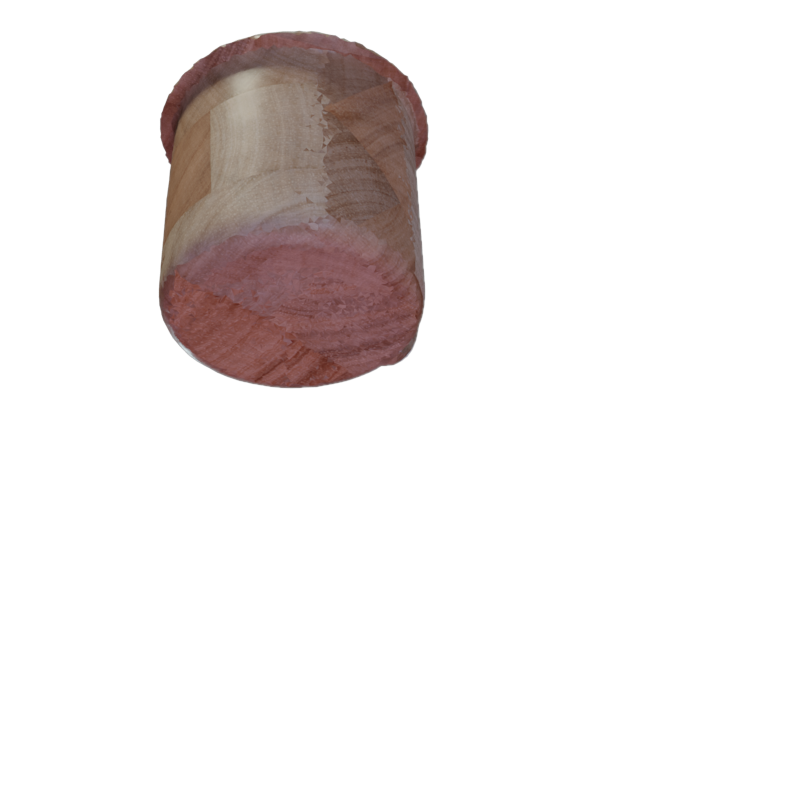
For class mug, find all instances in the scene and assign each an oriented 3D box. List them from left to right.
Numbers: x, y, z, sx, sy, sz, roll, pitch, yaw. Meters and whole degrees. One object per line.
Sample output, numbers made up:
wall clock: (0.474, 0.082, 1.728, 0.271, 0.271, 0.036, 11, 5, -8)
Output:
mug: (-0.029, -0.052, 0.368, 0.094, 0.087, 0.108, -21, -41, 23)
